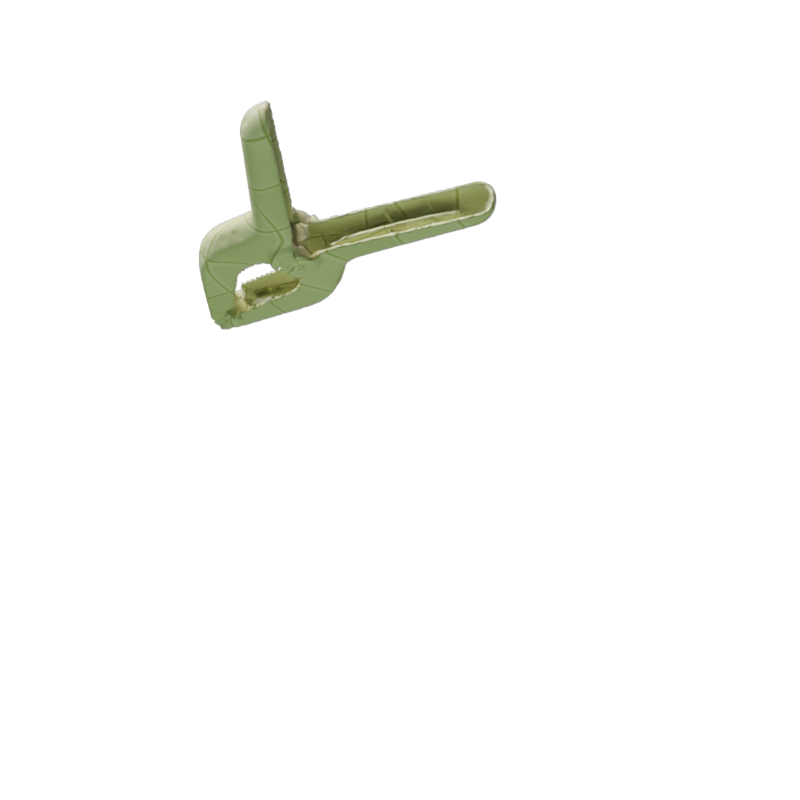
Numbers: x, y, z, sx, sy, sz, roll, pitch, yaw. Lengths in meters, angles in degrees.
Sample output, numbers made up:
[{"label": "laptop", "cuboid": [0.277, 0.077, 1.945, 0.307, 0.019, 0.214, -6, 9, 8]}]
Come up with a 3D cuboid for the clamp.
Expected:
[{"label": "clamp", "cuboid": [-0.054, -0.098, 0.686, 0.158, 0.039, 0.205, 13, -30, -24]}]
